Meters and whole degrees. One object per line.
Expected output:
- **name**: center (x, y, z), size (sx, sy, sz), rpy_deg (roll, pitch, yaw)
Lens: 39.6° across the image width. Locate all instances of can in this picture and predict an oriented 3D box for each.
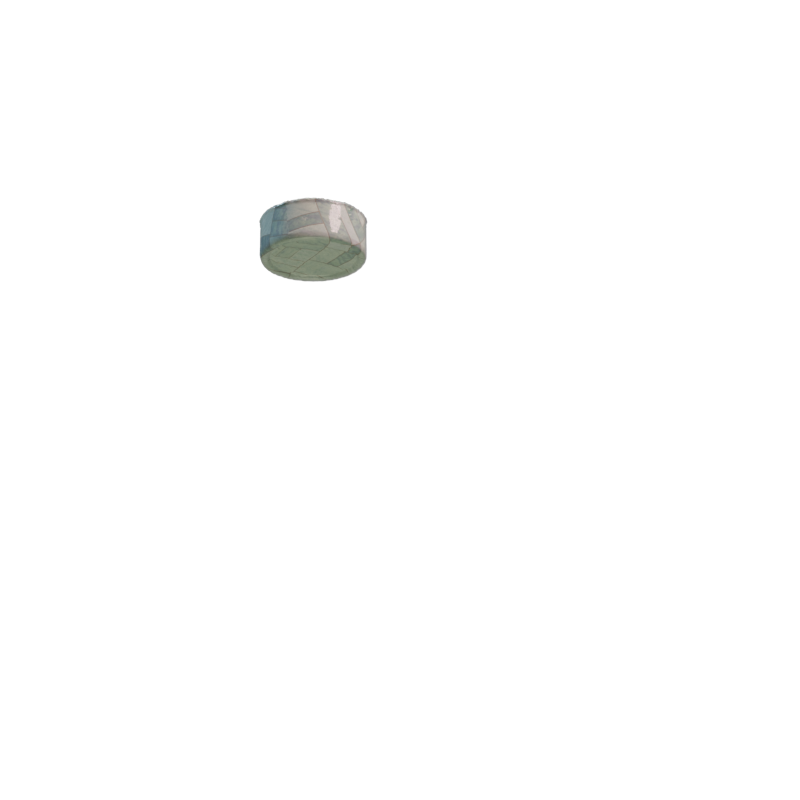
- **can**: center (-0.069, -0.125, 0.876), size (0.086, 0.035, 0.082), rpy_deg (0, -20, -2)
